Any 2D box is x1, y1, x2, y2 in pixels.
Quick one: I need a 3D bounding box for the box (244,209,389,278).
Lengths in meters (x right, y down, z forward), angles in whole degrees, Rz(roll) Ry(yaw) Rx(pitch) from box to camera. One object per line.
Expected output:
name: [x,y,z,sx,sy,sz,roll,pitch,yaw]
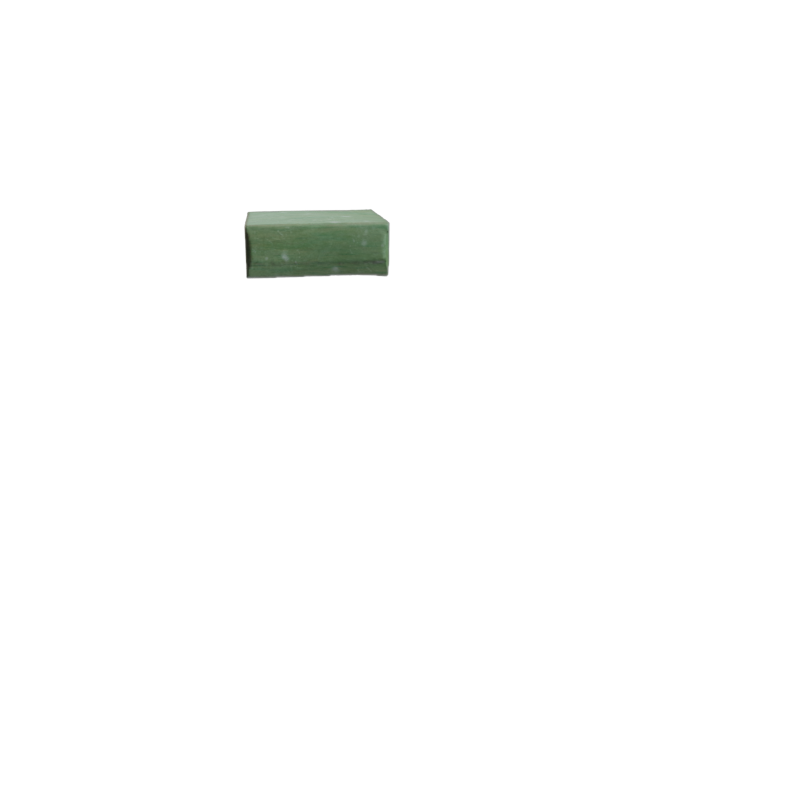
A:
box: [-0.057,-0.104,0.731,0.089,0.038,0.116,-1,11,-5]
